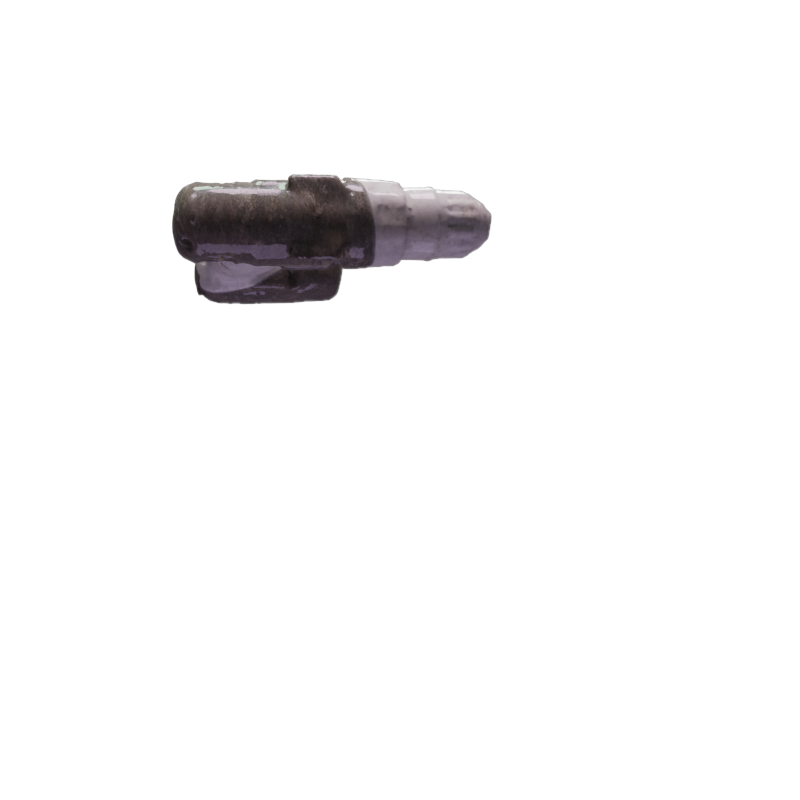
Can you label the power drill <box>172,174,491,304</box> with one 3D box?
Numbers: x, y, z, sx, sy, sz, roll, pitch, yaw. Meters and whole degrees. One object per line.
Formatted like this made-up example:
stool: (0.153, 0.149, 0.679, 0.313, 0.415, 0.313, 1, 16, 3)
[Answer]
power drill: (-0.055, -0.100, 0.700, 0.181, 0.058, 0.187, 1, -4, -13)
